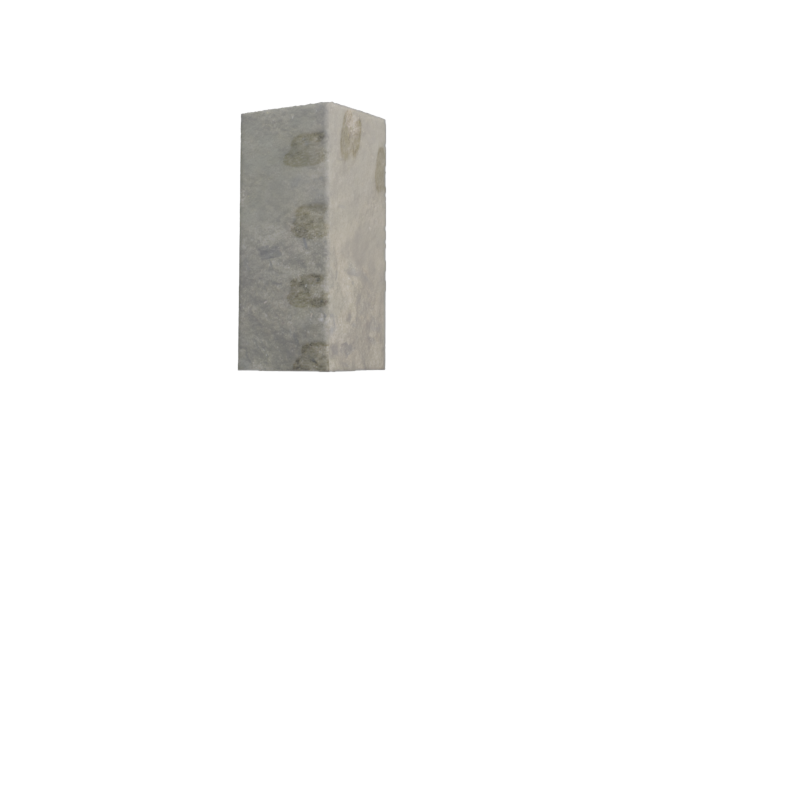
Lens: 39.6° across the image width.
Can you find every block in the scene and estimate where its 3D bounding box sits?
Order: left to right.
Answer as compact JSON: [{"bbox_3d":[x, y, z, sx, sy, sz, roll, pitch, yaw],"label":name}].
[{"bbox_3d":[-0.069,-0.128,0.895,0.094,0.209,0.086,-3,-5,32],"label":"block"}]
